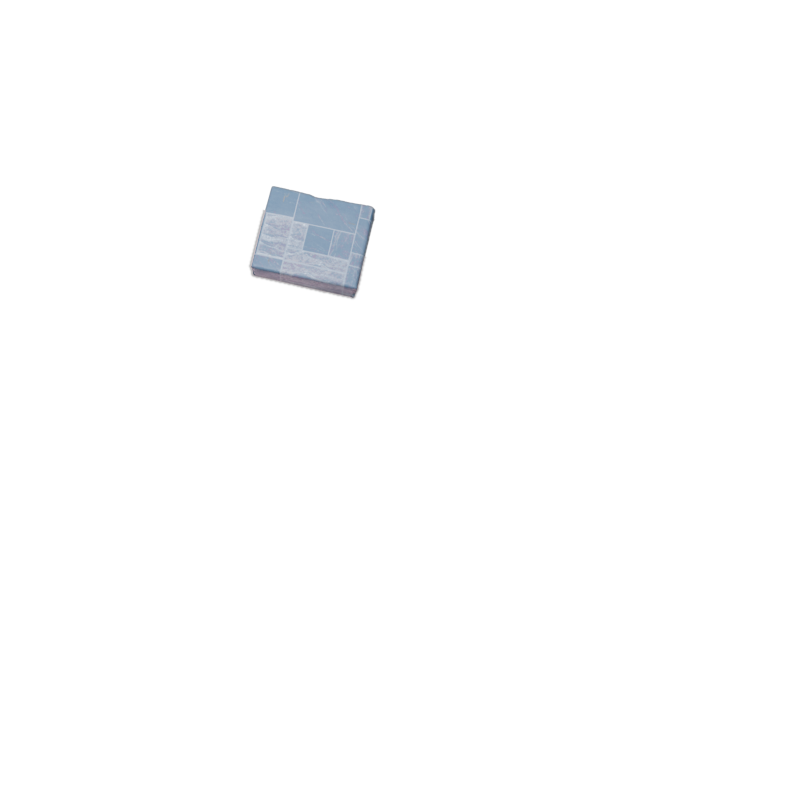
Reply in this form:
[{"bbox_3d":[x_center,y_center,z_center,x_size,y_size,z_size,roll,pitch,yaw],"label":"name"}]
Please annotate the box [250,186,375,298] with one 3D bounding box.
[{"bbox_3d":[-0.071,-0.130,0.909,0.090,0.076,0.029,12,-18,4],"label":"box"}]
